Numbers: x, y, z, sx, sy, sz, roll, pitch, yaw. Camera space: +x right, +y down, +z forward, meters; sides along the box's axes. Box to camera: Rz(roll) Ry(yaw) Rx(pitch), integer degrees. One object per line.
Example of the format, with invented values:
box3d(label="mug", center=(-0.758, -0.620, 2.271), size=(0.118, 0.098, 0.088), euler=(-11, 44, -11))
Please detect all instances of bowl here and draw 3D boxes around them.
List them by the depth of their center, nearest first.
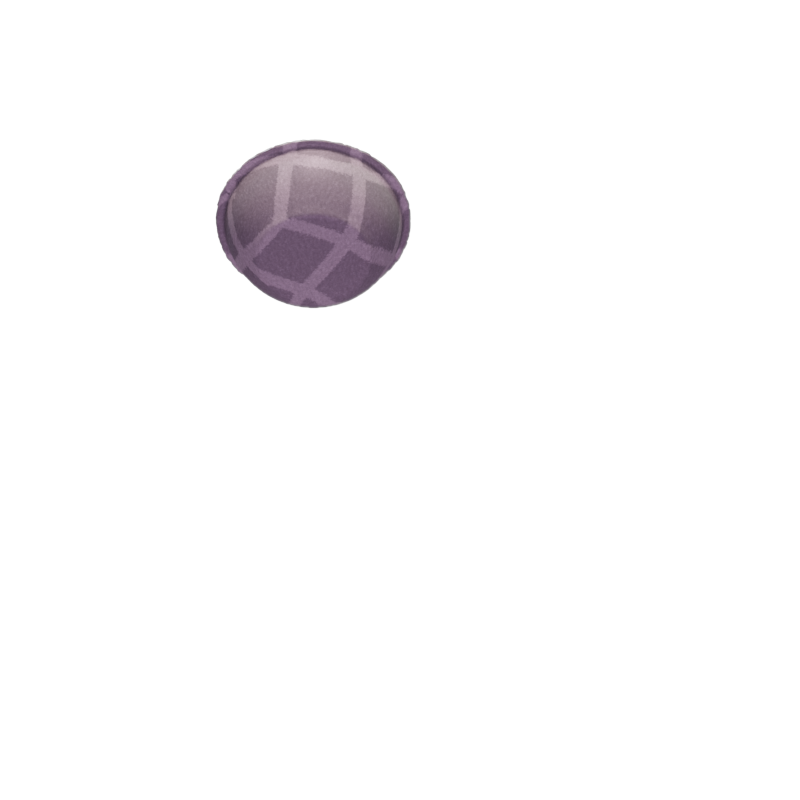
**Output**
box3d(label="bowl", center=(-0.070, -0.128, 0.895), size=(0.162, 0.151, 0.059), euler=(1, 39, -1))
